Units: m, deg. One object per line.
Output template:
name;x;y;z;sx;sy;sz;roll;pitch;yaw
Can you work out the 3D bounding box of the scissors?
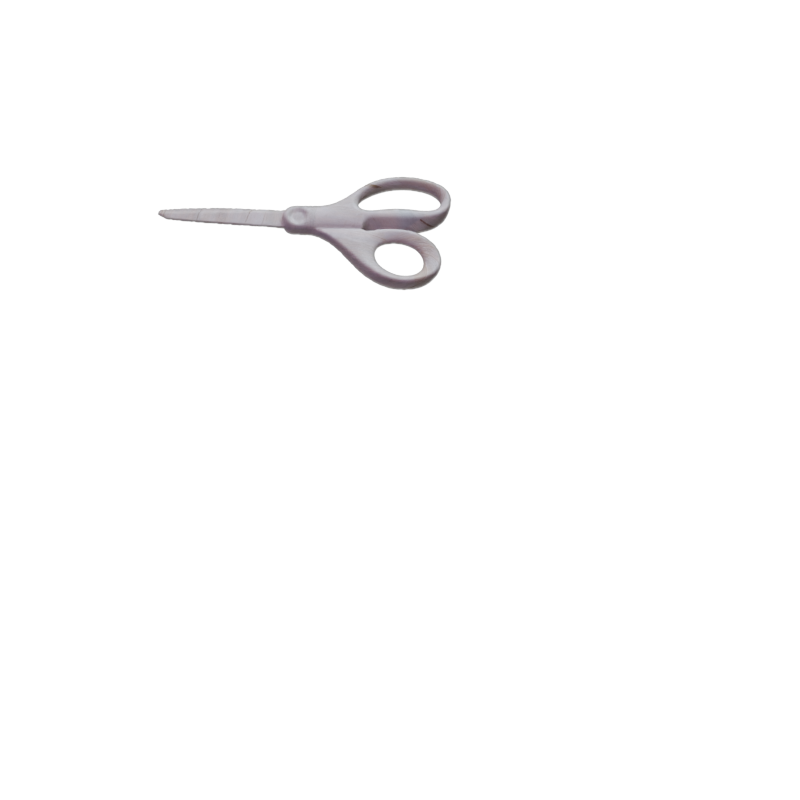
scissors;-0.059;-0.108;0.759;0.200;0.103;0.015;-11;-31;-7
